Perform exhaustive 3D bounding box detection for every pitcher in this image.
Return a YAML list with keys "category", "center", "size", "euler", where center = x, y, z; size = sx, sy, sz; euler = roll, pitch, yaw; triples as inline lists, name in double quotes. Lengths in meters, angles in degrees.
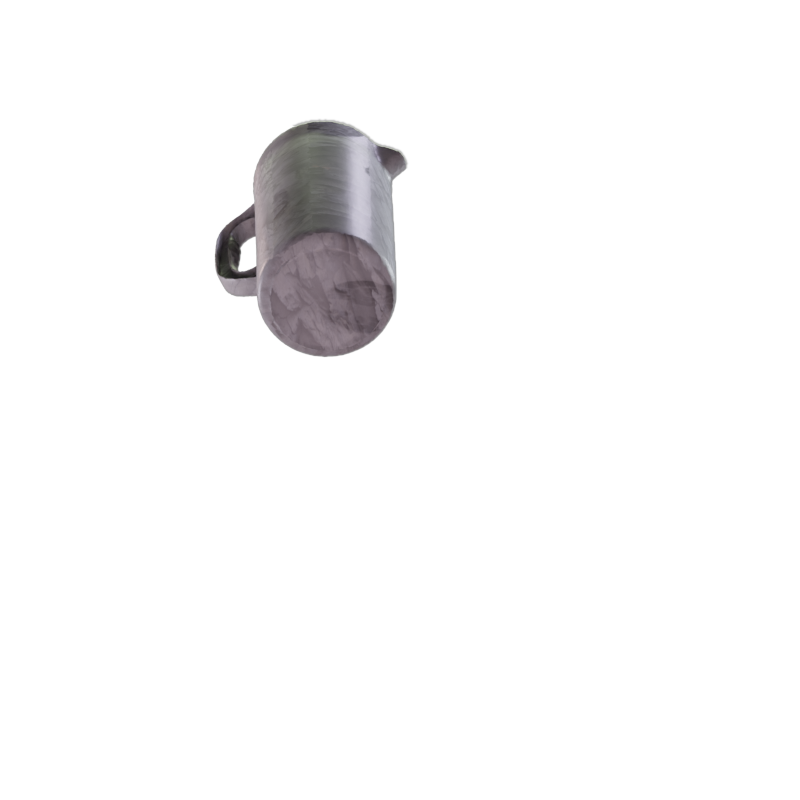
- category: "pitcher"
  center: [-0.074, -0.136, 0.950]
  size: [0.142, 0.144, 0.258]
  euler: [19, 26, -13]
